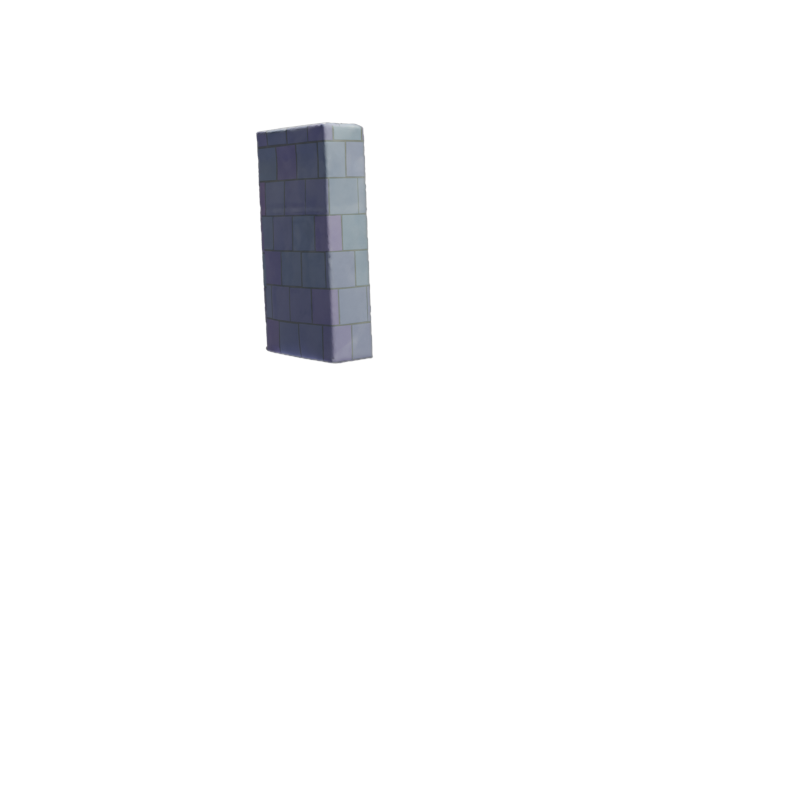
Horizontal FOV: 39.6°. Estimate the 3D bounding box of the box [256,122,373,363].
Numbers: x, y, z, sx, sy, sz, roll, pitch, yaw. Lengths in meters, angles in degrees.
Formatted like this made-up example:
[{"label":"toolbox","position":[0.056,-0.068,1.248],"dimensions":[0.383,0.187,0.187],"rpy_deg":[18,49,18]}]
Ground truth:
[{"label":"box","position":[-0.066,-0.121,0.848],"dimensions":[0.046,0.175,0.097],"rpy_deg":[-1,3,-39]}]
